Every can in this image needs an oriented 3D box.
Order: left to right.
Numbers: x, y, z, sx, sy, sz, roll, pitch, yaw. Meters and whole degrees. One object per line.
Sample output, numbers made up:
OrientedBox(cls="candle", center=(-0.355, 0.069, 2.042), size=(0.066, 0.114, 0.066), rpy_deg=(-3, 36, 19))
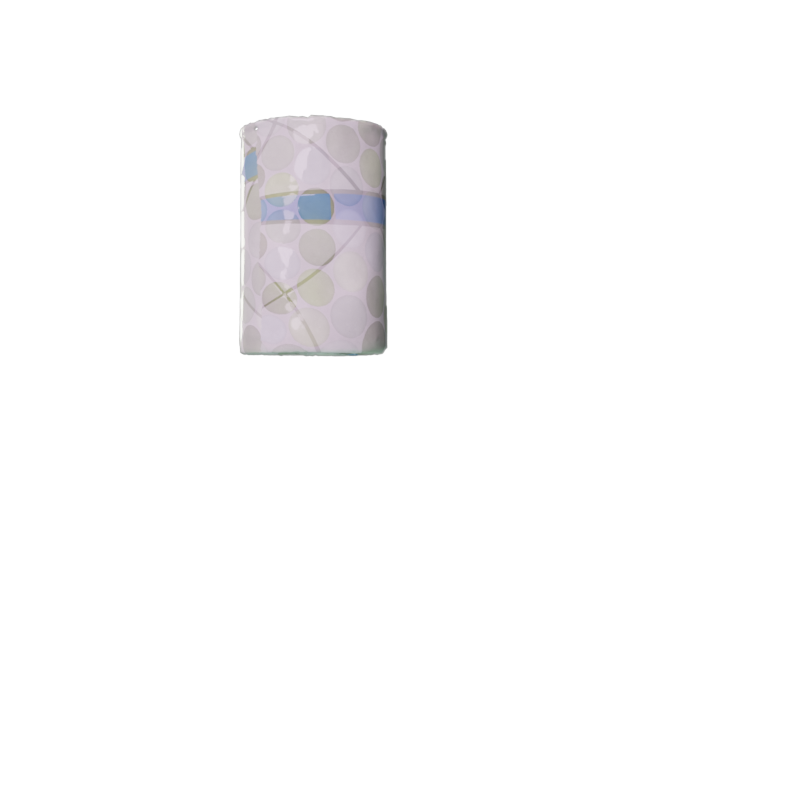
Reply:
OrientedBox(cls="can", center=(-0.039, -0.072, 0.503), size=(0.068, 0.104, 0.068), rpy_deg=(0, -5, -2))
